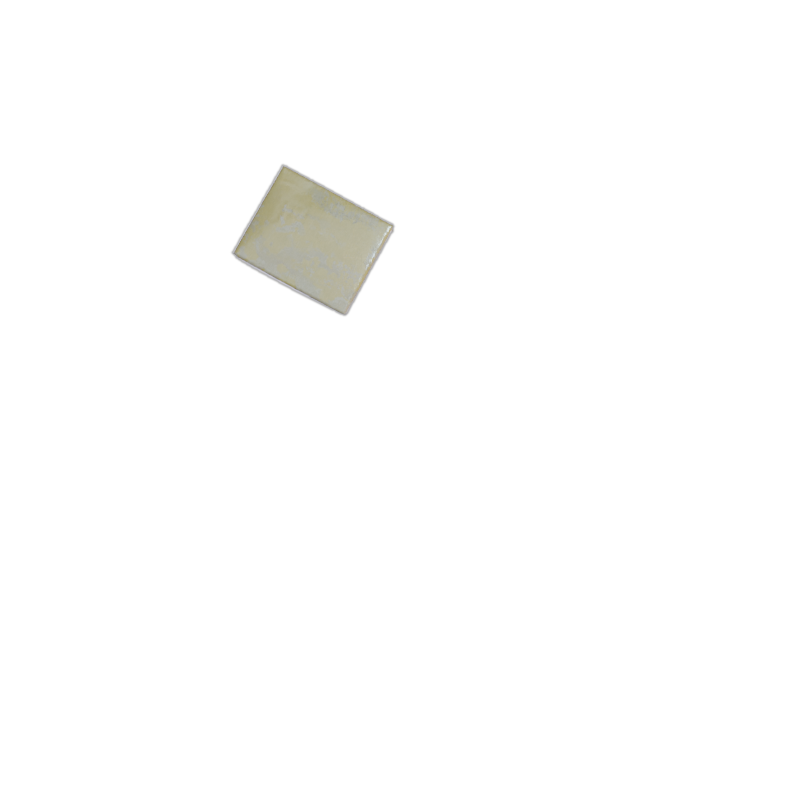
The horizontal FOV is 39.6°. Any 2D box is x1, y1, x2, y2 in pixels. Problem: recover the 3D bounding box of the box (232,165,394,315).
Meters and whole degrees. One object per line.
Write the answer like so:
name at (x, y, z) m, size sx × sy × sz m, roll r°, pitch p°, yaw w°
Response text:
box at (-0.076, -0.138, 0.964) m, size 0.114 × 0.091 × 0.038 m, roll 29°, pitch -6°, yaw 3°
